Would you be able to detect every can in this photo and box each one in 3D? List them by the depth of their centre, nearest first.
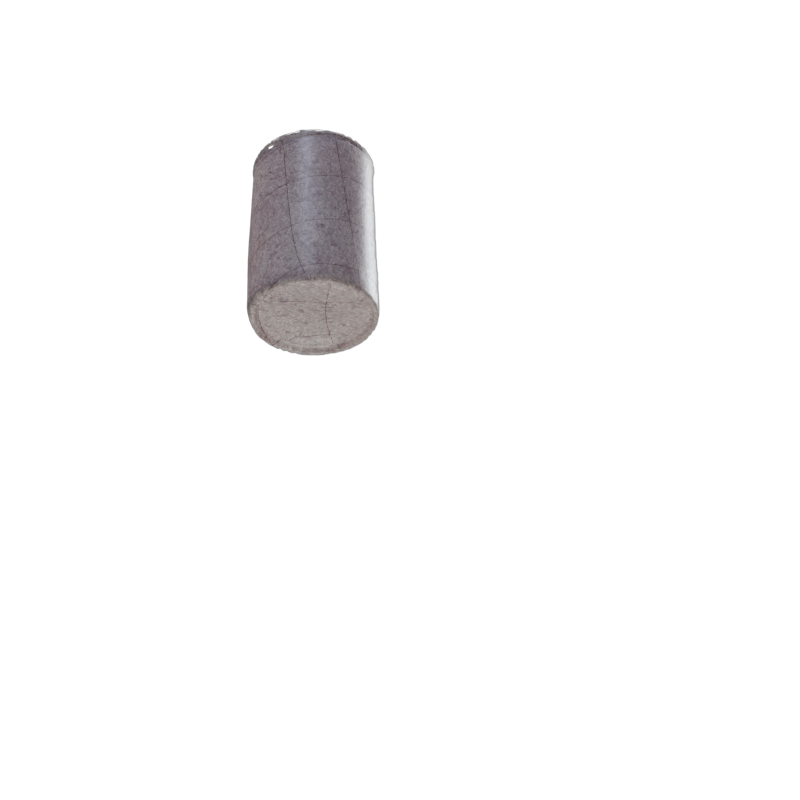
[{"bbox_3d":[-0.046,-0.084,0.587,0.068,0.109,0.064,-1,-36,-3],"label":"can"}]
